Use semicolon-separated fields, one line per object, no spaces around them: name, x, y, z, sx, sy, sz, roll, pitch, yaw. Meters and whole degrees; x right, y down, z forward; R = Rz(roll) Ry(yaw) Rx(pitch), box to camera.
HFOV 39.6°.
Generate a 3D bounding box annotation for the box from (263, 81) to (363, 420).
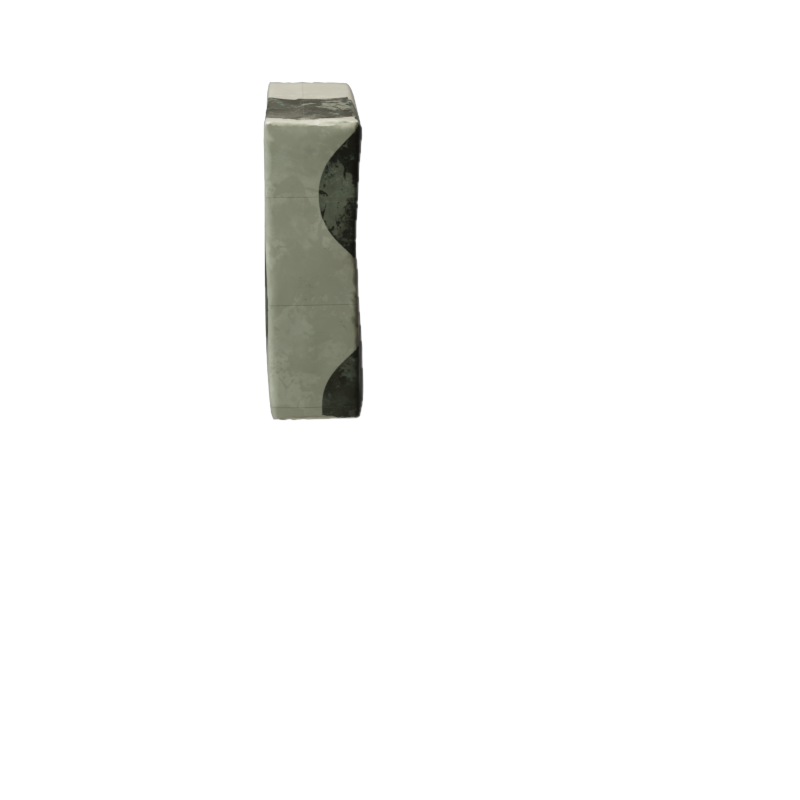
box;-0.064;-0.117;0.818;0.071;0.205;0.172;0;21;-5
